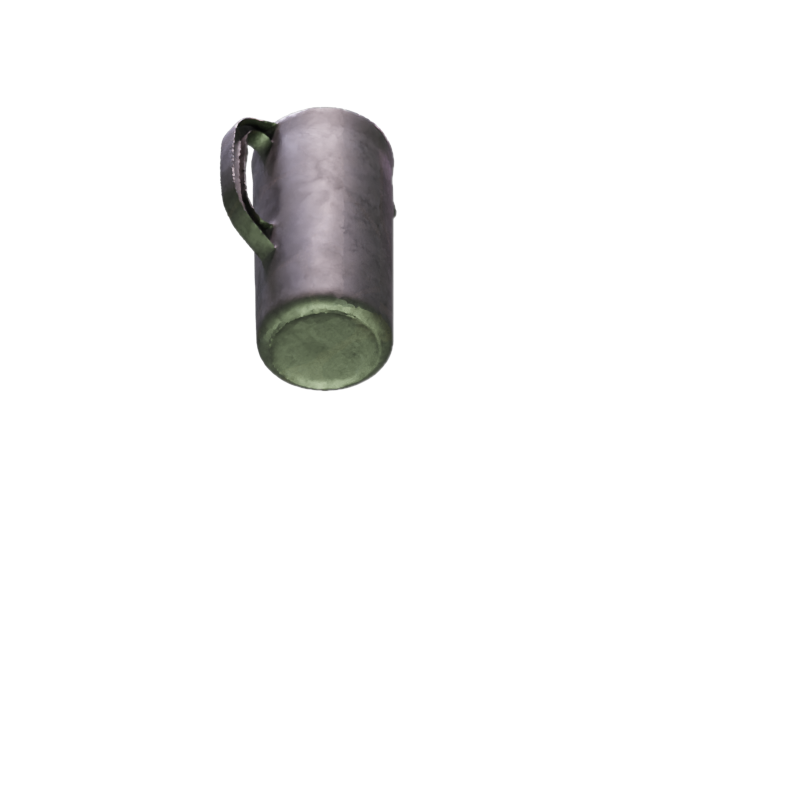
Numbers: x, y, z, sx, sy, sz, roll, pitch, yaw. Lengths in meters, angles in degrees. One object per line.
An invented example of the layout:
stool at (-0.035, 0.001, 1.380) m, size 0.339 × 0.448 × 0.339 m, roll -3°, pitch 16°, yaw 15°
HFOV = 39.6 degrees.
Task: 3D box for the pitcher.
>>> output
pitcher at (-0.074, -0.135, 0.944) m, size 0.149 × 0.261 × 0.134 m, roll -5°, pitch -44°, yaw 1°
